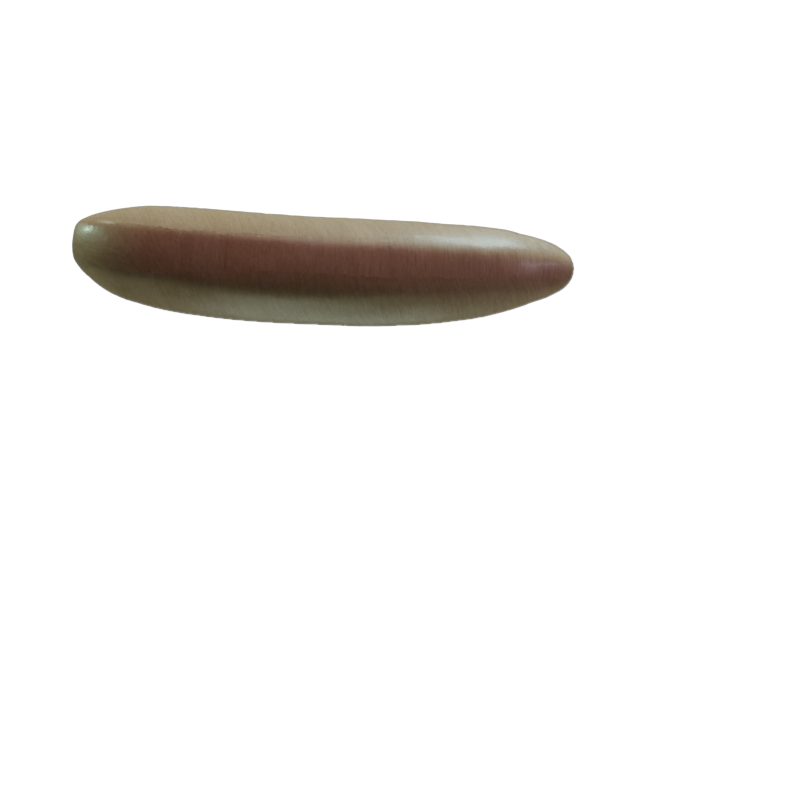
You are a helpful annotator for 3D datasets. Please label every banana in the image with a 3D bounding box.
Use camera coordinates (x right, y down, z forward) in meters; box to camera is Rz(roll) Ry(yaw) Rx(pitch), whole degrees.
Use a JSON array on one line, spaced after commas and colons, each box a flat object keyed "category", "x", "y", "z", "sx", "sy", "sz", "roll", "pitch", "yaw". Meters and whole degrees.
[{"category": "banana", "x": -0.040, "y": -0.052, "z": 0.399, "sx": 0.202, "sy": 0.035, "sz": 0.071, "roll": 7, "pitch": 25, "yaw": 15}]
